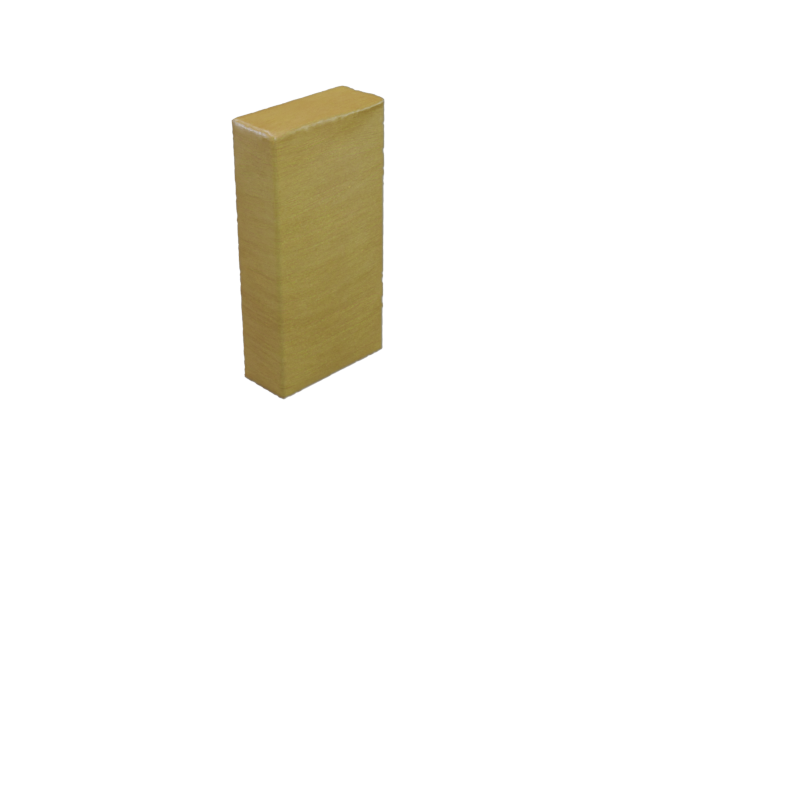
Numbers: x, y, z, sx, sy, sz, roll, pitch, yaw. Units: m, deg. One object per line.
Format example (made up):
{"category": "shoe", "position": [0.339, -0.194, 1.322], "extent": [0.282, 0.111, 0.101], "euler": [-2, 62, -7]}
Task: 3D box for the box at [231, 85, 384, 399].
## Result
{"category": "box", "position": [-0.054, -0.098, 0.690], "extent": [0.051, 0.166, 0.093], "euler": [27, 38, 36]}
